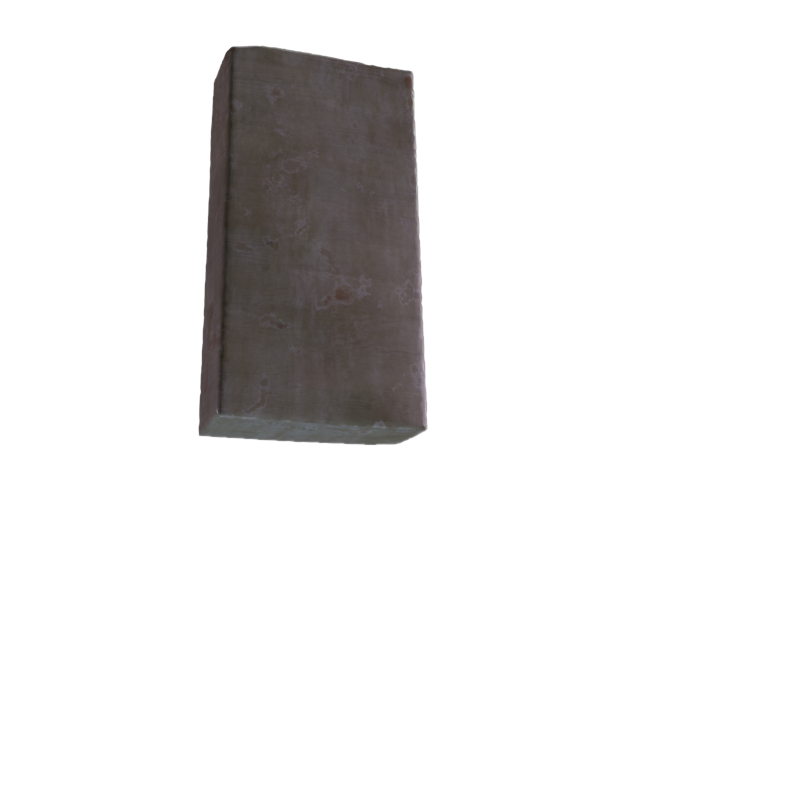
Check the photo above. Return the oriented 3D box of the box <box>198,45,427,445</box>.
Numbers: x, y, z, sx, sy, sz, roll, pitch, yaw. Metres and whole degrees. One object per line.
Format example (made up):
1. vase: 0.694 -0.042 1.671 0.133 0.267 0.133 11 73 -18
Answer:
1. box: -0.039 -0.071 0.499 0.091 0.185 0.047 5 -20 -17
